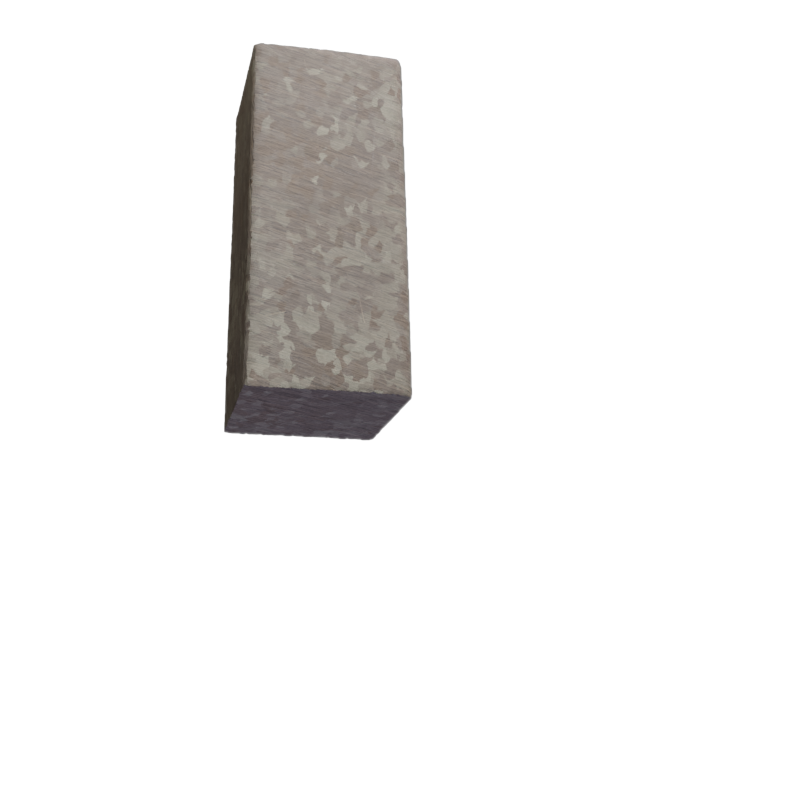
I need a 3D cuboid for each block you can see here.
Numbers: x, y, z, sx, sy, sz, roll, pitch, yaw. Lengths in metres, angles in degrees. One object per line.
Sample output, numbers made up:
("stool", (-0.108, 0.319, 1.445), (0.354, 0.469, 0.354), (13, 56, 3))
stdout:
("block", (-0.049, -0.091, 0.640), (0.089, 0.217, 0.088), (4, -24, -13))
